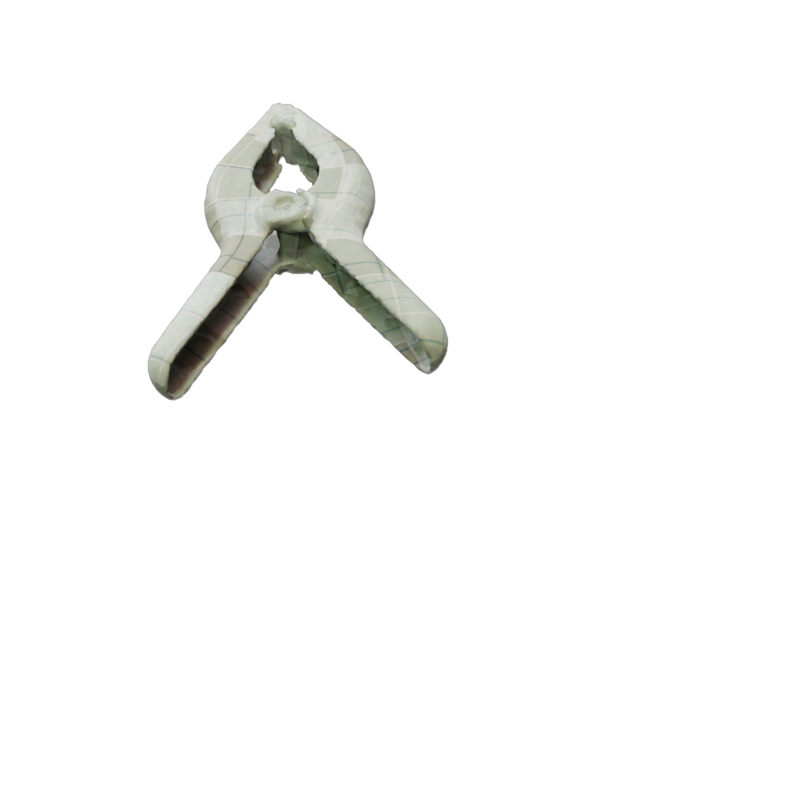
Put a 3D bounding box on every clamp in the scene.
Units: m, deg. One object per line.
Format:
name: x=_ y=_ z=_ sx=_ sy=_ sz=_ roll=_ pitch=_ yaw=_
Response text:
clamp: x=-0.039 y=-0.070 z=0.493 sx=0.121 sy=0.183 sz=0.036 roll=3 pitch=-39 yaw=2
